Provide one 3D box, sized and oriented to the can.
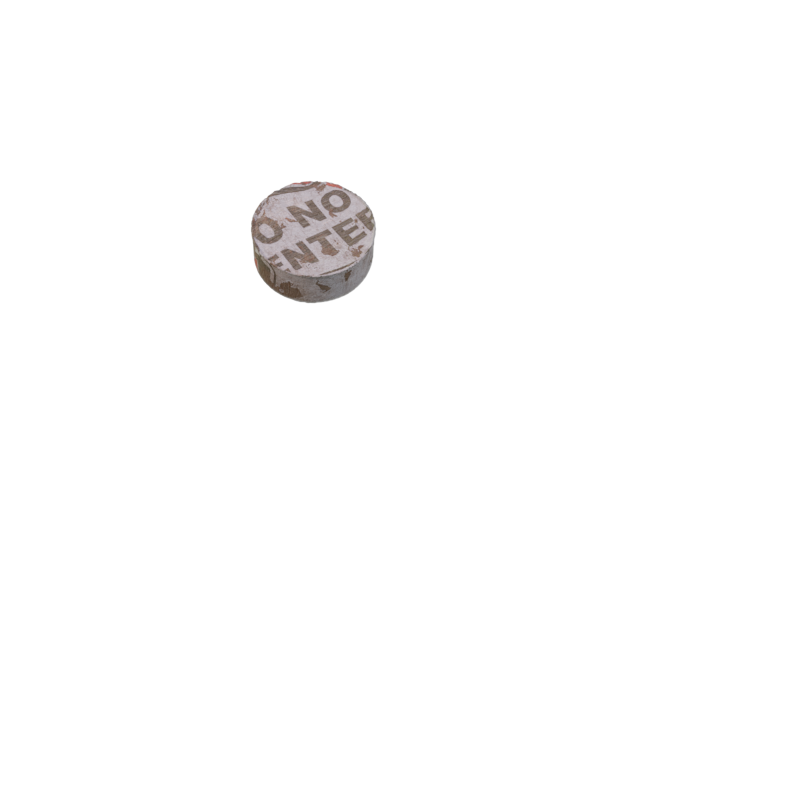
[{"bbox_3d":[-0.060,-0.110,0.772,0.086,0.092,0.031,-1,-36,-1],"label":"can"}]
